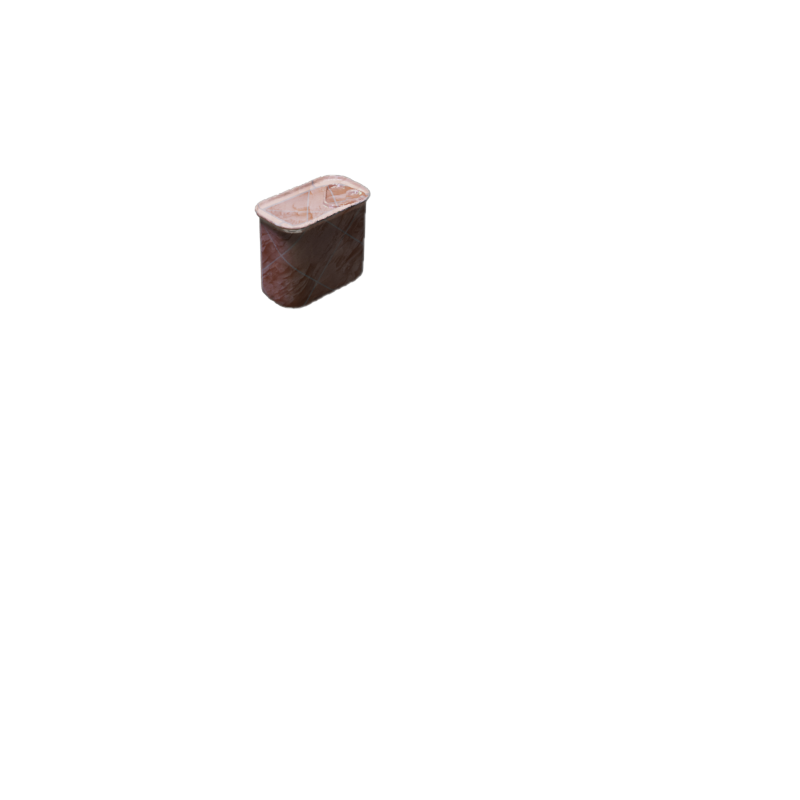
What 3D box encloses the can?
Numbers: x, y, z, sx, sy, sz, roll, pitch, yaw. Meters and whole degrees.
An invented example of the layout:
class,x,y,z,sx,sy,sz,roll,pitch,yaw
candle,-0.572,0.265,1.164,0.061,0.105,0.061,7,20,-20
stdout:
class,x,y,z,sx,sy,sz,roll,pitch,yaw
can,-0.075,-0.138,0.963,0.102,0.078,0.061,-29,45,-36
